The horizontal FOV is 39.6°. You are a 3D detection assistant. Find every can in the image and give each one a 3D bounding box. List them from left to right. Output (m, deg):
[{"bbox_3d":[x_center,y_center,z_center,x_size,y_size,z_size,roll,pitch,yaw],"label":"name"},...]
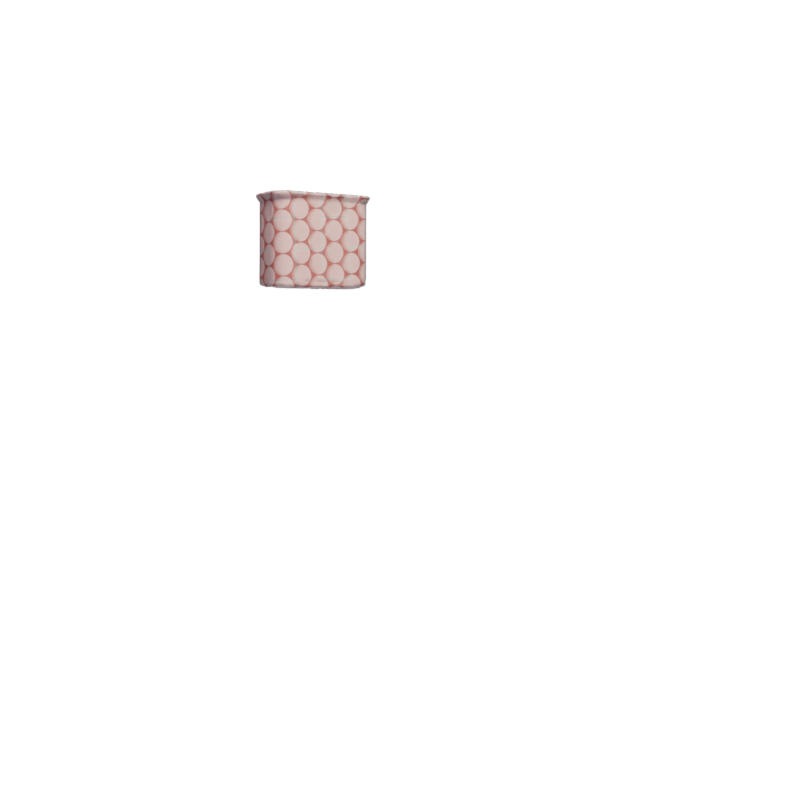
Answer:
[{"bbox_3d":[-0.078,-0.143,1.000,0.098,0.084,0.059,0,-1,-32],"label":"can"}]
